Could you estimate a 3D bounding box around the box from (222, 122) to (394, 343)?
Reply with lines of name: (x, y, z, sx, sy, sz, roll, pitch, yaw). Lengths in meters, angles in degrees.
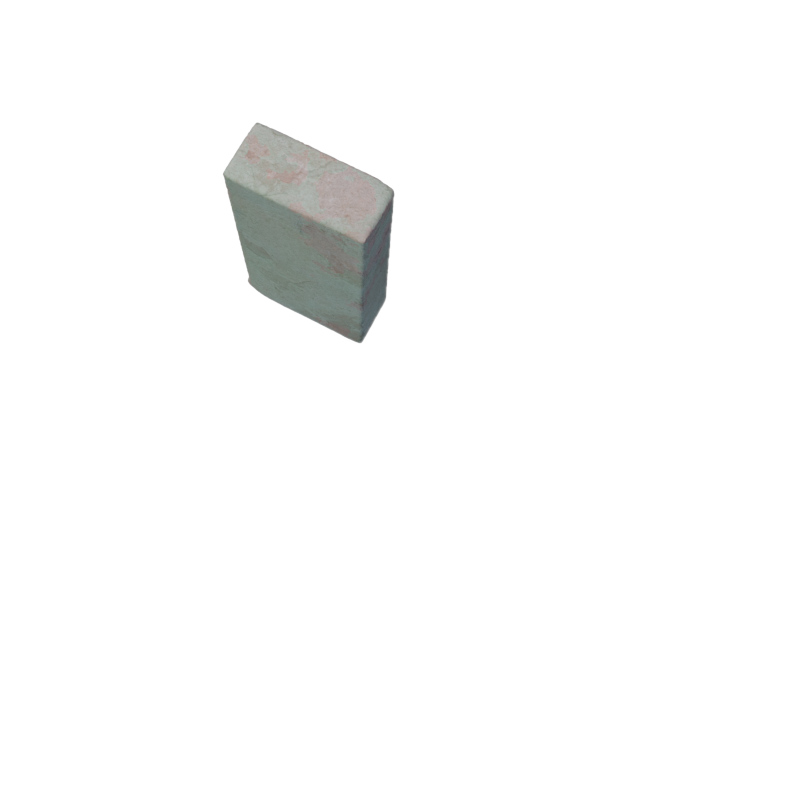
box: (-0.054, -0.099, 0.695, 0.095, 0.049, 0.168, 28, -18, 7)
